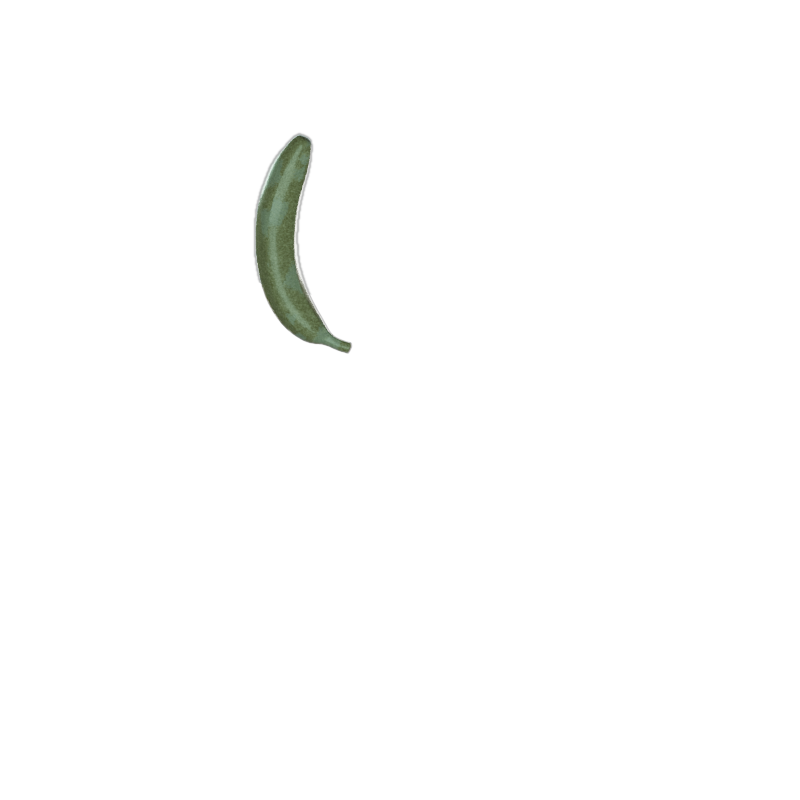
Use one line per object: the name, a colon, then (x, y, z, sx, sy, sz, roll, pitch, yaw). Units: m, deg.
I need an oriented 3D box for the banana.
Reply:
banana: (-0.093, -0.131, 0.971, 0.070, 0.191, 0.038, -11, 15, 2)
